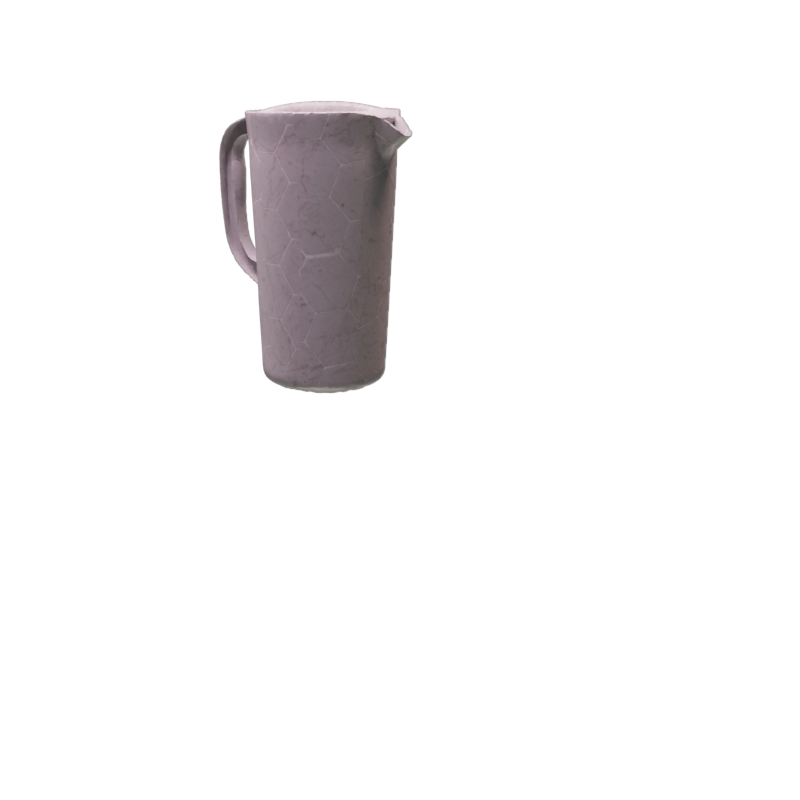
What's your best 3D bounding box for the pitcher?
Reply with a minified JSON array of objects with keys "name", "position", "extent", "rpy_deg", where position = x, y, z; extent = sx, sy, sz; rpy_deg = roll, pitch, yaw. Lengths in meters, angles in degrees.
[{"name":"pitcher","position":[-0.075,-0.138,0.964],"extent":[0.142,0.237,0.156],"rpy_deg":[-2,11,-15]}]
